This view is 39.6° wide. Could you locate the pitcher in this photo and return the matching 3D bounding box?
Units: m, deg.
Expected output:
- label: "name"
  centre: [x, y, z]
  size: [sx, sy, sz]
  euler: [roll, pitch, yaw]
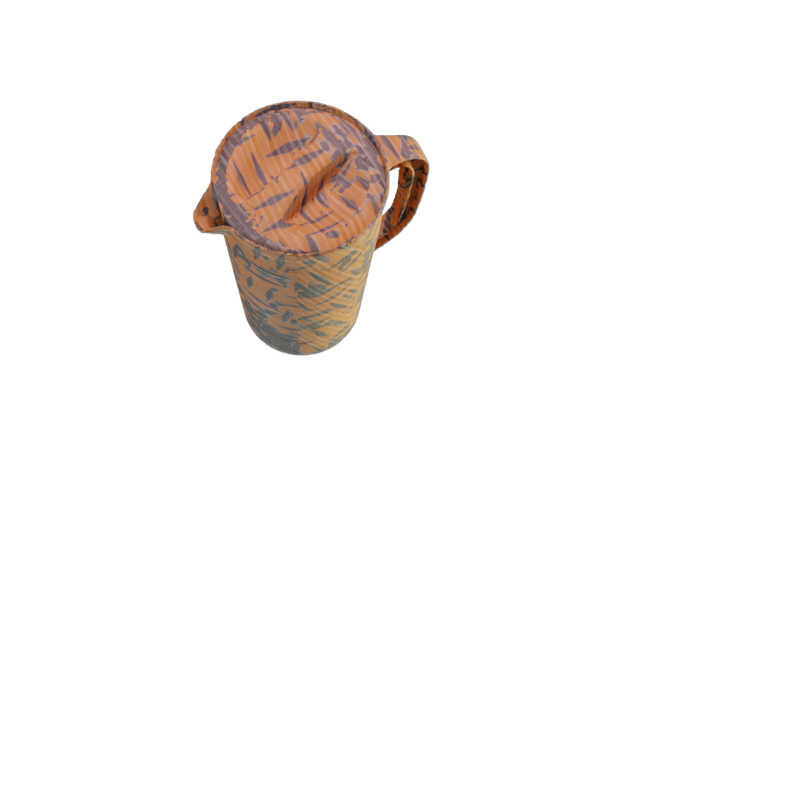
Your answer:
- label: "pitcher"
  centre: [-0.072, -0.131, 0.919]
  size: [0.152, 0.150, 0.231]
  euler: [20, -21, 5]
